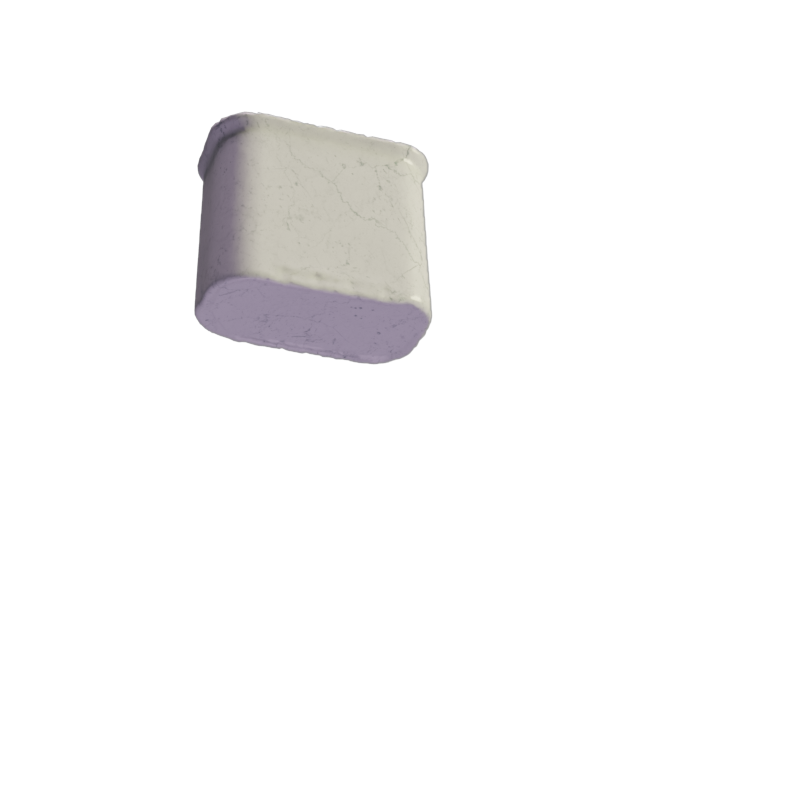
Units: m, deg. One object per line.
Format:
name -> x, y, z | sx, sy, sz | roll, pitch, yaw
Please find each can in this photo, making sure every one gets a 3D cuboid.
can -> -0.038, -0.068, 0.479 | 0.099, 0.089, 0.055 | 9, -33, -17
